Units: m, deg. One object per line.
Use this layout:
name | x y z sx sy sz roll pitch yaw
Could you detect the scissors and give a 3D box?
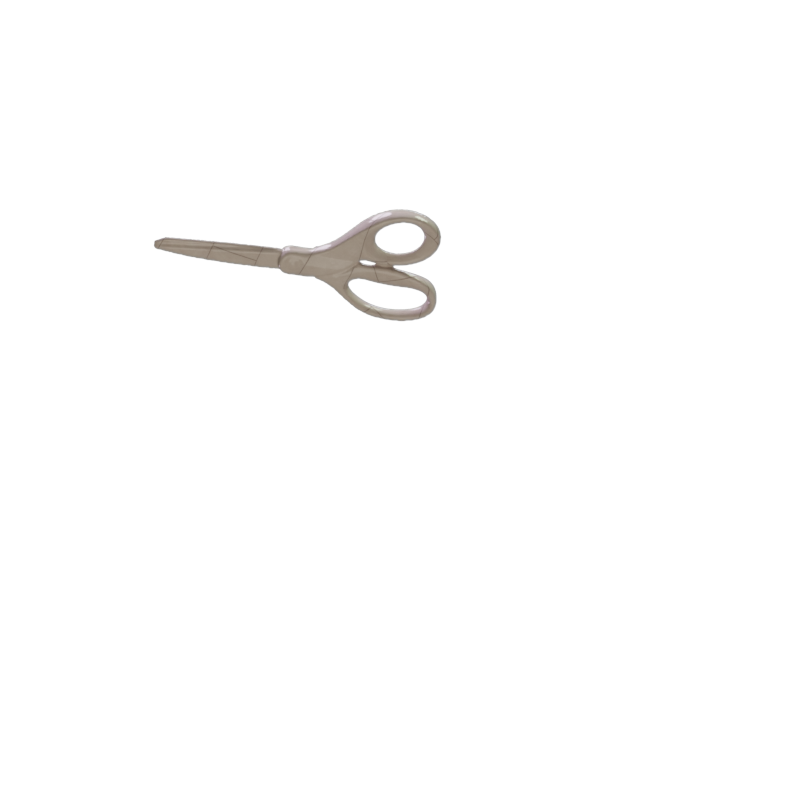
scissors | -0.060 -0.110 0.768 0.197 0.092 0.017 20 32 -13
